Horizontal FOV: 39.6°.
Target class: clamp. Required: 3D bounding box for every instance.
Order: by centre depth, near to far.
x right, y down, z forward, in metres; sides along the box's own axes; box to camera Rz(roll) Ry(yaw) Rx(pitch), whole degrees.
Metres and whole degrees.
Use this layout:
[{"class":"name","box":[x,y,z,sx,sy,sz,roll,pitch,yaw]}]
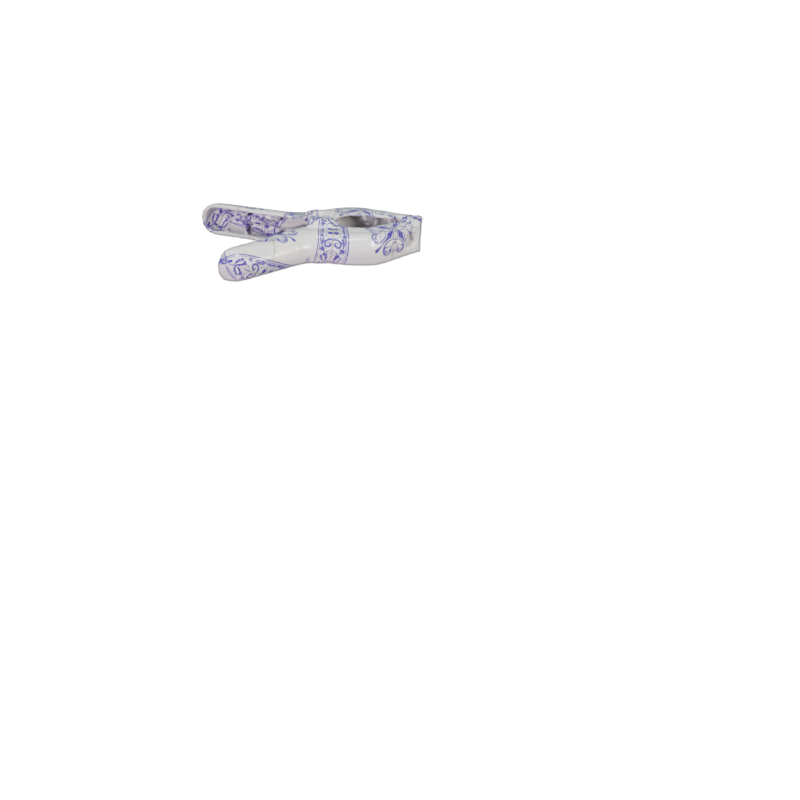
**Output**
[{"class":"clamp","box":[-0.065,-0.119,0.834,0.171,0.037,0.128,-2,32,-3]}]
